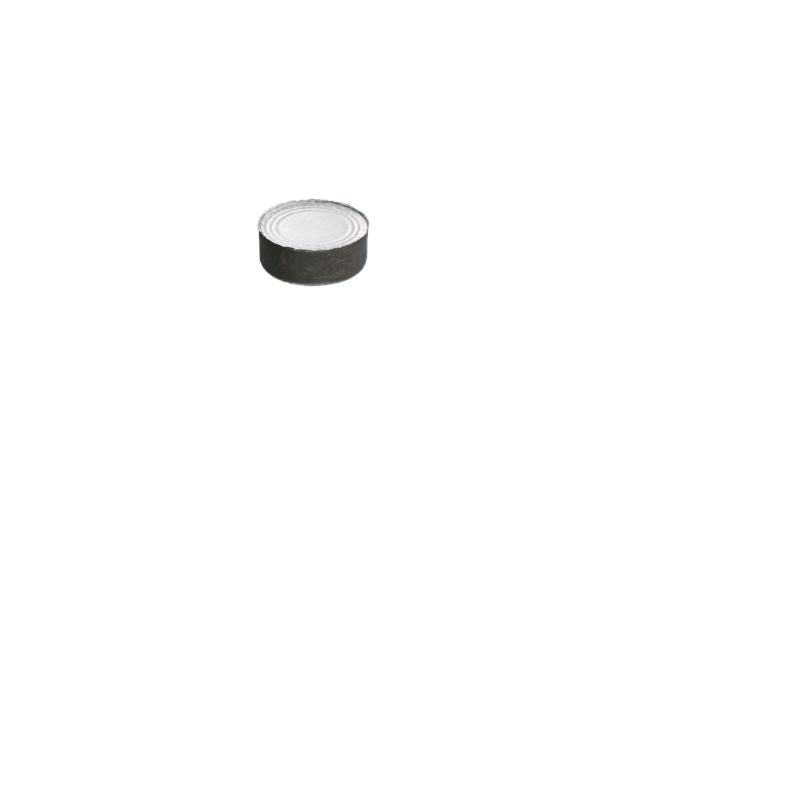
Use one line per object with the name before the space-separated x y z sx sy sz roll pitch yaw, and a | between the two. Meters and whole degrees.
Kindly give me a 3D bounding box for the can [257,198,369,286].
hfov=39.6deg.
can | -0.067 -0.123 0.859 0.086 0.031 0.092 -1 34 -2
